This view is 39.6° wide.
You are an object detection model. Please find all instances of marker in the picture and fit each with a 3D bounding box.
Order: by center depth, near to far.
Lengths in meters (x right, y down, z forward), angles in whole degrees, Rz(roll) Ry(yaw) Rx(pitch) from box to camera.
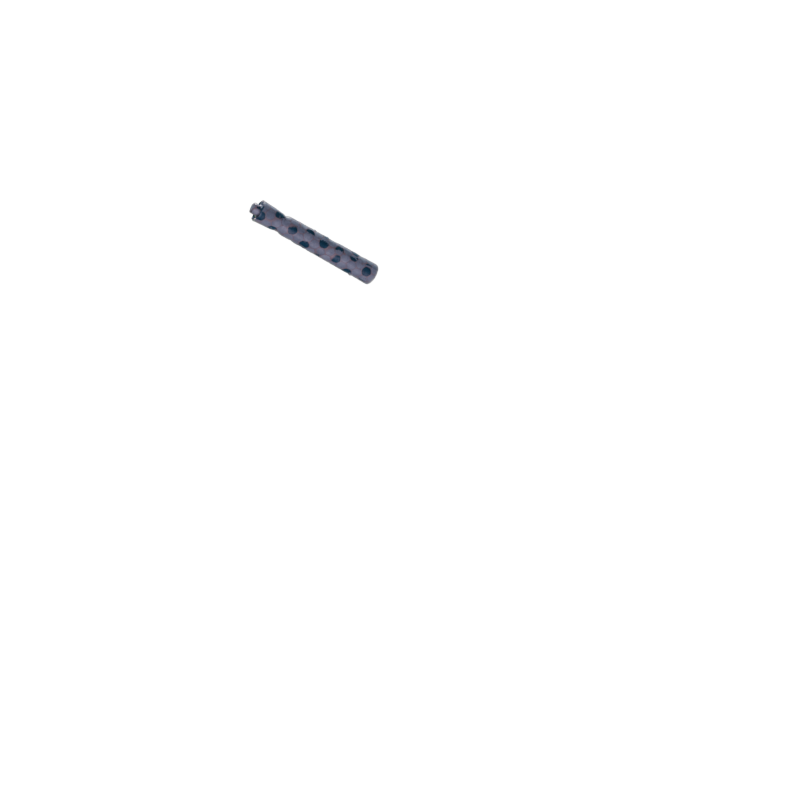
[{"bbox_3d":[-0.071,-0.130,0.912,0.115,0.020,0.020,27,-8,-21],"label":"marker"}]
